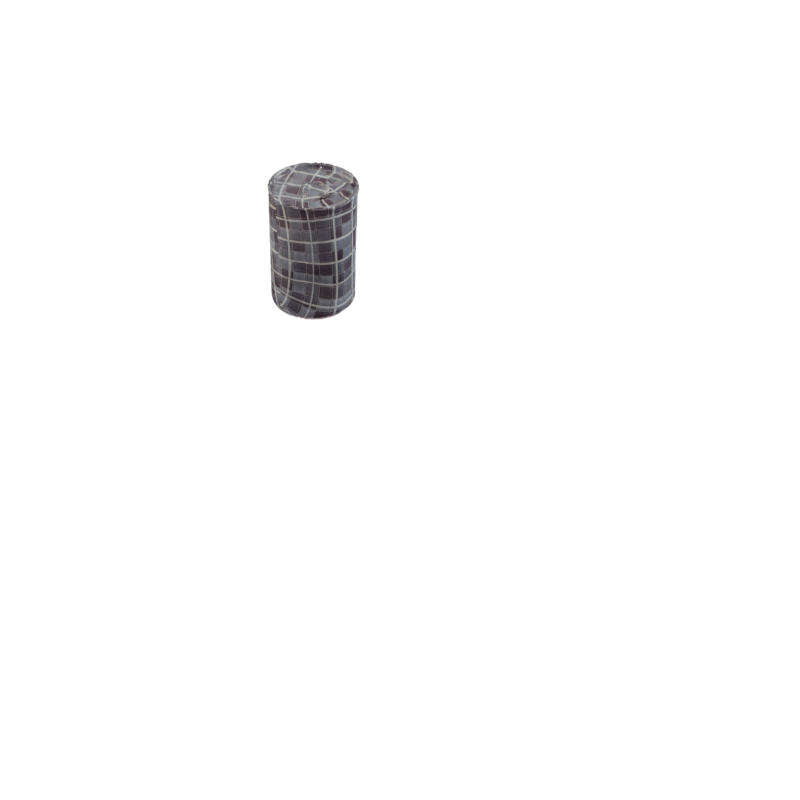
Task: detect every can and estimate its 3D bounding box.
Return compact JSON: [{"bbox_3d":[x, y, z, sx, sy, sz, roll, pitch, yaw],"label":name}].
[{"bbox_3d":[-0.067,-0.121,0.850,0.068,0.096,0.073,0,37,-3],"label":"can"}]
